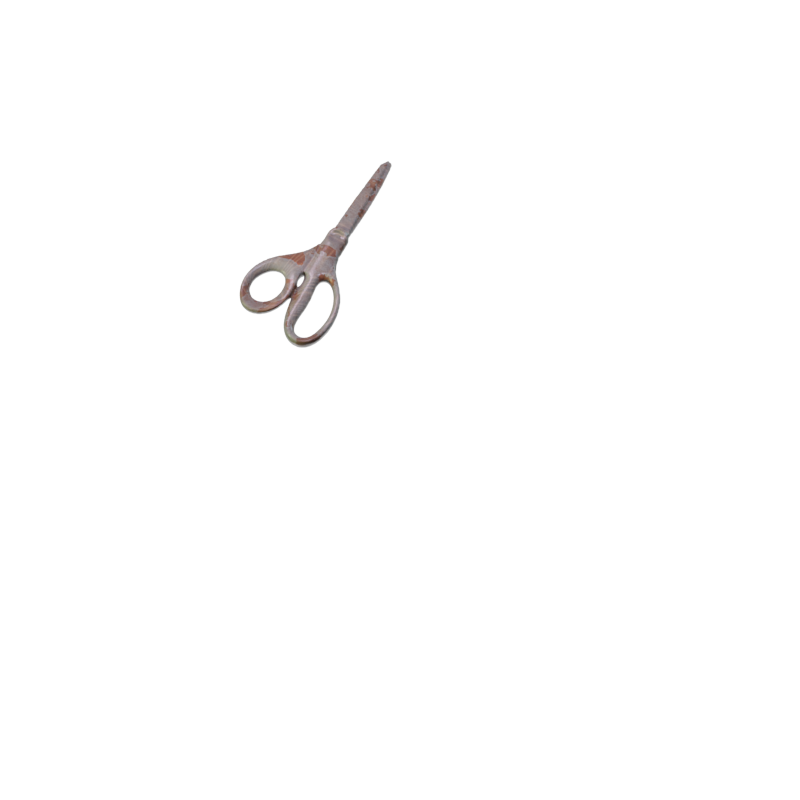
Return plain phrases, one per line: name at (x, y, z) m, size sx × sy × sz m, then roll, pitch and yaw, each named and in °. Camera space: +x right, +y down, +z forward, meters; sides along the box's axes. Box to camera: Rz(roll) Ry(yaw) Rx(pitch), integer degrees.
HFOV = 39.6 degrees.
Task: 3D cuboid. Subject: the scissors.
scissors at (-0.077, -0.140, 0.979) m, size 0.097 × 0.212 × 0.015 m, roll 11°, pitch -29°, yaw 6°
